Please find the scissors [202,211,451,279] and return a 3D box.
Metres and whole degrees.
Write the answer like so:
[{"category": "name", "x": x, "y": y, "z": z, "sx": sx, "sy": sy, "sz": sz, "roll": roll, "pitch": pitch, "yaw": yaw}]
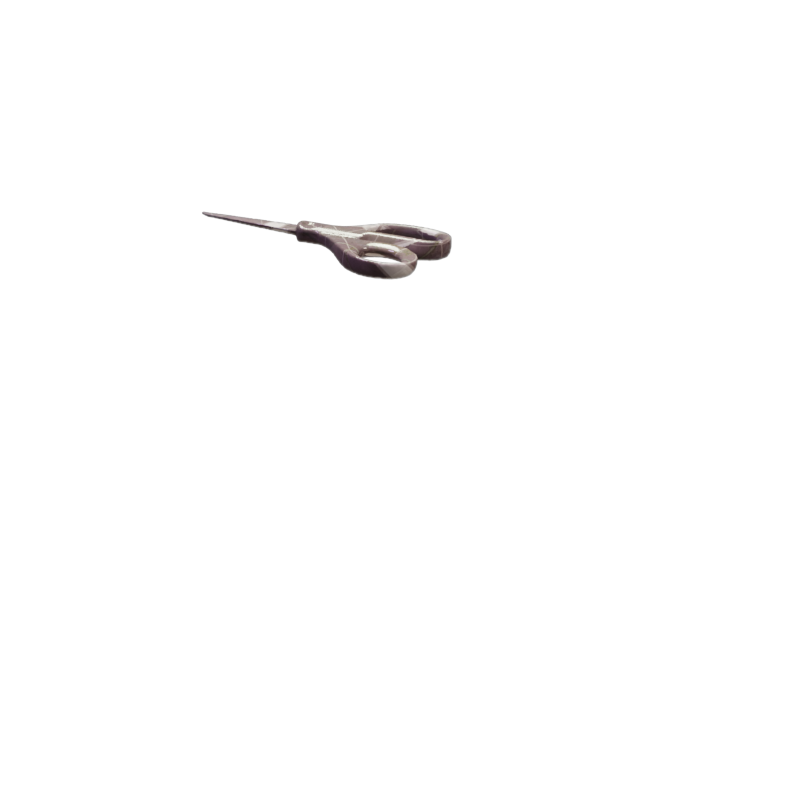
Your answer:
[{"category": "scissors", "x": -0.064, "y": -0.117, "z": 0.822, "sx": 0.205, "sy": 0.015, "sz": 0.099, "roll": 5, "pitch": 27, "yaw": 11}]
